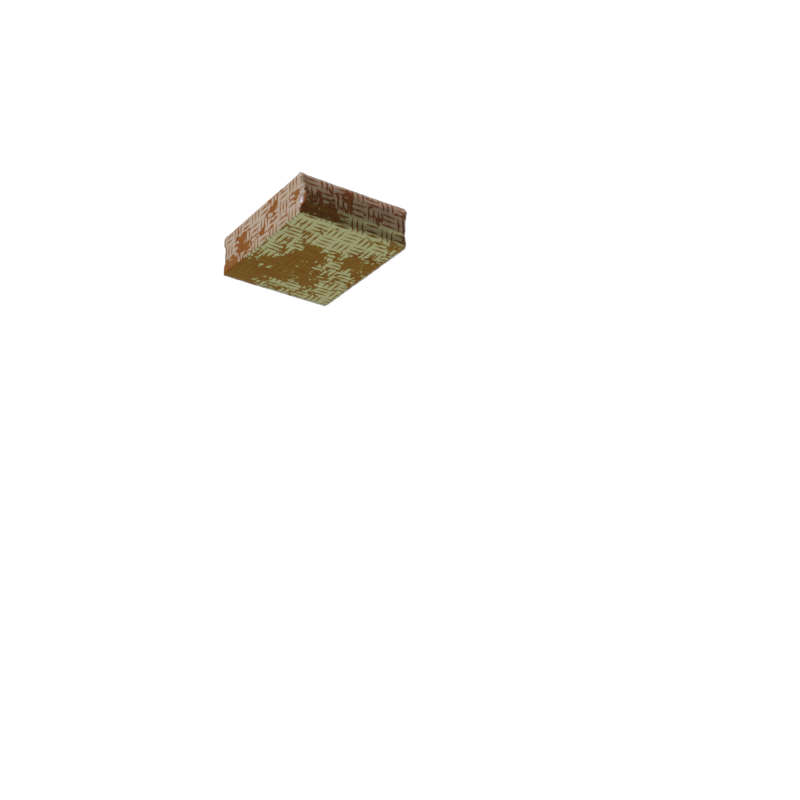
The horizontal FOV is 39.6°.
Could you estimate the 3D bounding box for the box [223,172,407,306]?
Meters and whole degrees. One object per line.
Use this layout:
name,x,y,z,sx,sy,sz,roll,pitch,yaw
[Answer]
box,-0.050,-0.092,0.646,0.070,0.032,0.088,16,-29,-31
